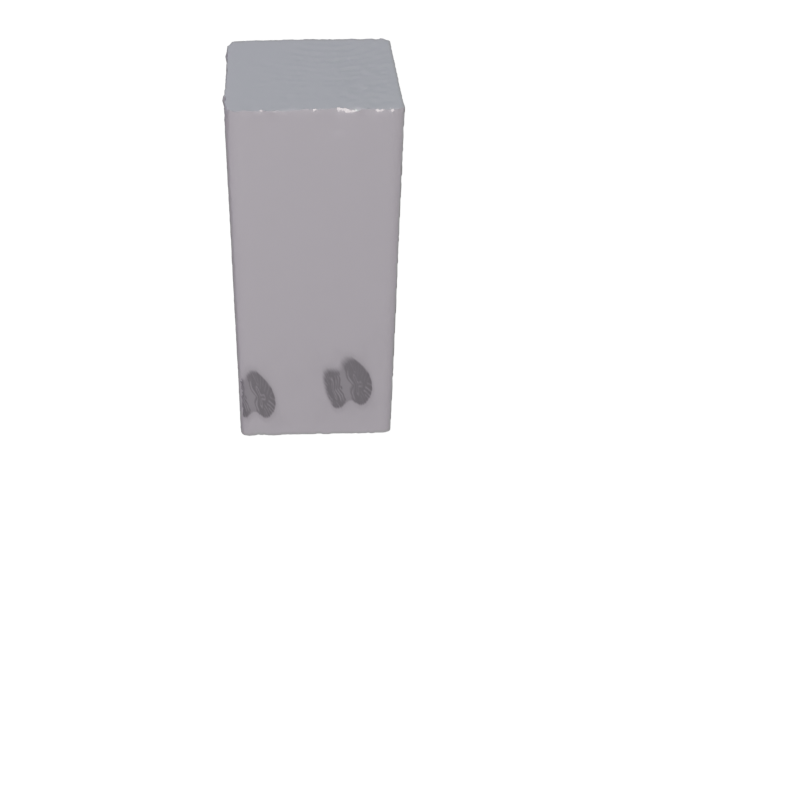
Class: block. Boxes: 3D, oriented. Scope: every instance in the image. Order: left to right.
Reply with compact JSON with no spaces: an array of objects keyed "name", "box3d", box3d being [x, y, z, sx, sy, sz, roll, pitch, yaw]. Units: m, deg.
[{"name":"block","box3d":[-0.049,-0.089,0.620,0.090,0.193,0.097,-1,36,-5]}]
